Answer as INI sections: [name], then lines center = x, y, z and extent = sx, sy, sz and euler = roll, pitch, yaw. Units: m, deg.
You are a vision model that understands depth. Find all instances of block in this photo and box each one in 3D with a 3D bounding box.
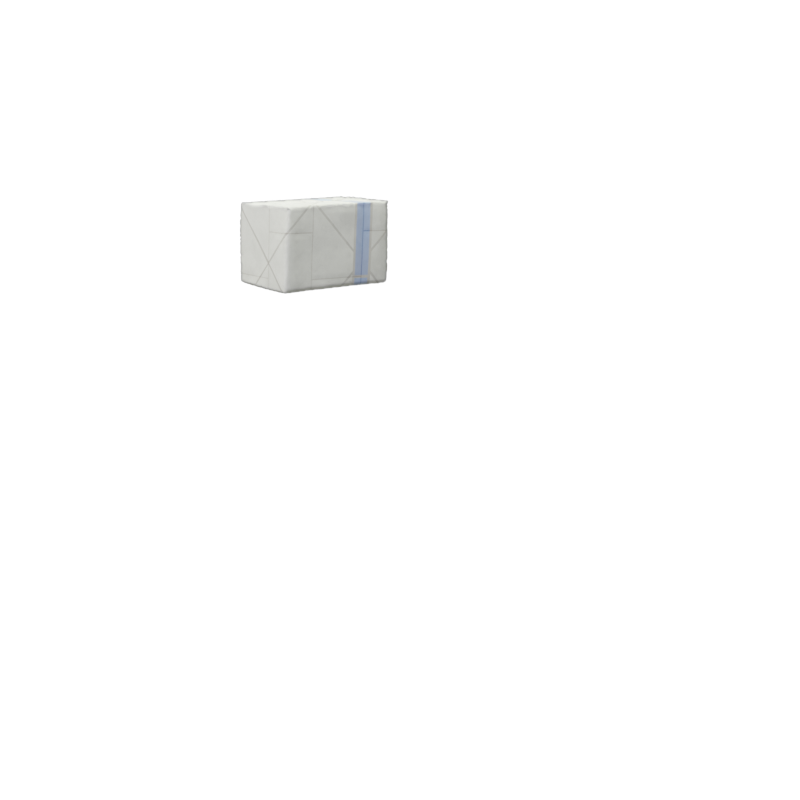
[block]
center = -0.053, -0.097, 0.682
extent = 0.076, 0.050, 0.055
euler = -10, 15, -37
